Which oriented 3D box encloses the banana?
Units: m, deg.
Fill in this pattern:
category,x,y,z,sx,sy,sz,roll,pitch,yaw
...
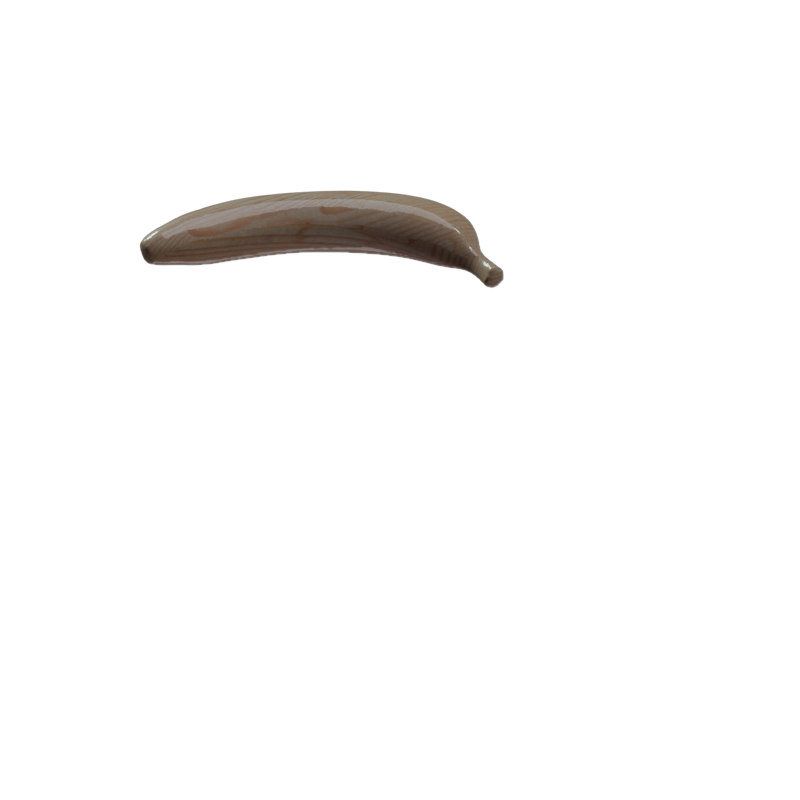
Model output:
category,x,y,z,sx,sy,sz,roll,pitch,yaw
banana,-0.043,-0.095,0.622,0.199,0.035,0.073,3,25,5
